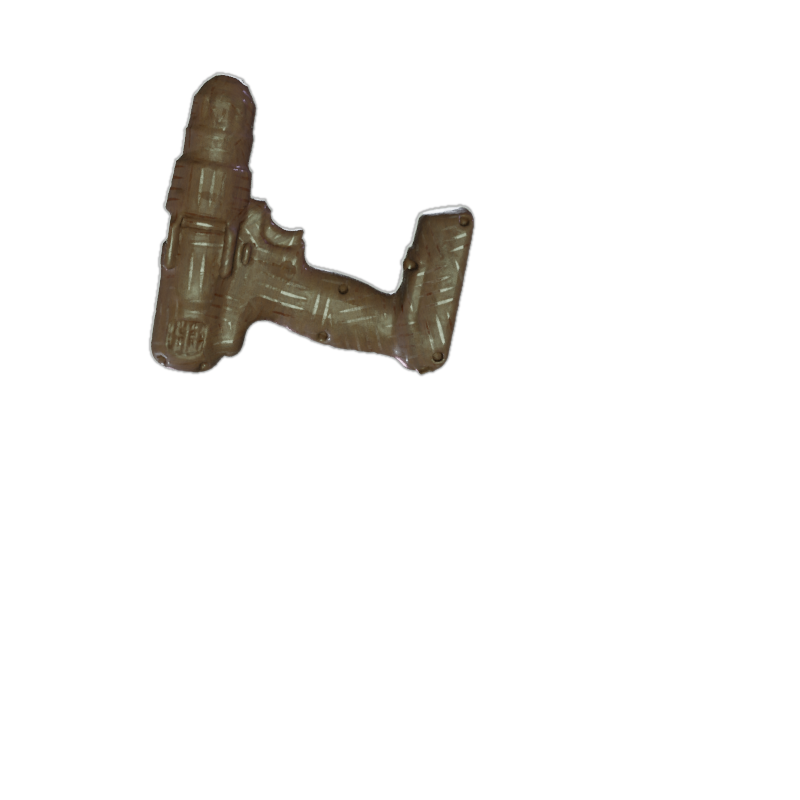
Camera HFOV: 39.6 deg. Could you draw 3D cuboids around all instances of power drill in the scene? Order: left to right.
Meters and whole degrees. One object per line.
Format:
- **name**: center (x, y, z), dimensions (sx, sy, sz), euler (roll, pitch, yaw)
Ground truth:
- **power drill**: center (-0.054, -0.098, 0.686), dimensions (0.187, 0.182, 0.058), euler (10, 6, -1)
